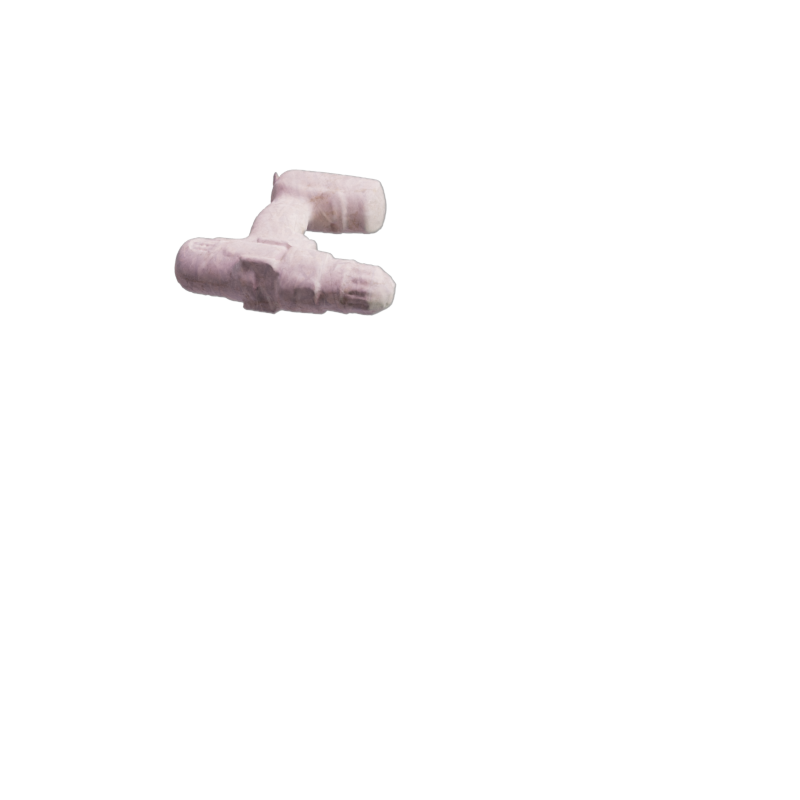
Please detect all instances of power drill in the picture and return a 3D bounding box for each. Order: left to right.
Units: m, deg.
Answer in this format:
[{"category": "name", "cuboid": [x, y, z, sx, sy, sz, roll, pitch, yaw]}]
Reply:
[{"category": "power drill", "cuboid": [-0.074, -0.134, 0.939, 0.190, 0.054, 0.193, 10, 32, 16]}]
